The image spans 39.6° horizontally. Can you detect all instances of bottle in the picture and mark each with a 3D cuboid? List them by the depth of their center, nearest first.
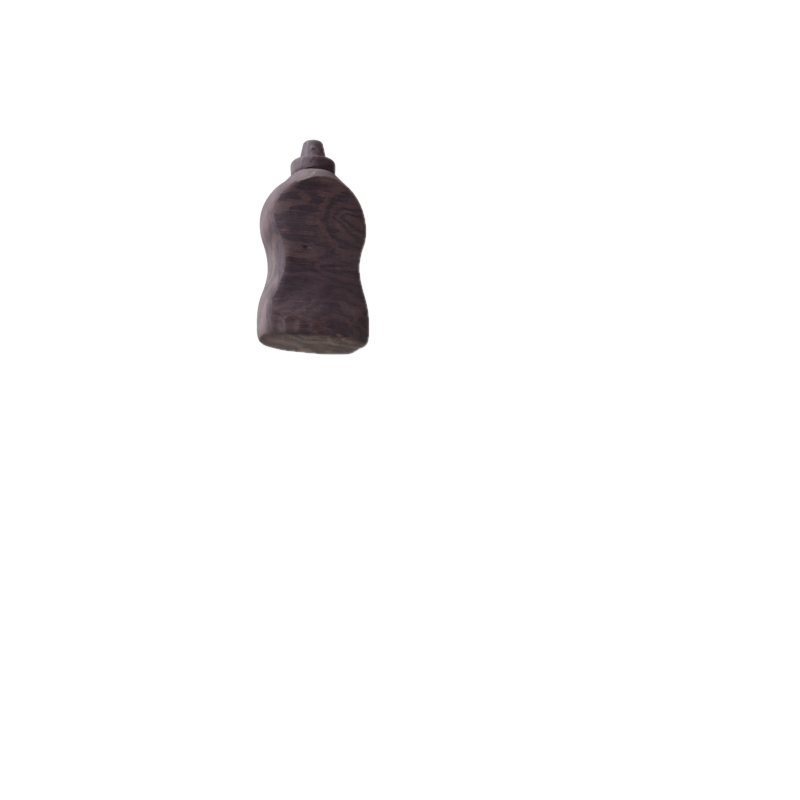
[{"bbox_3d":[-0.077,-0.140,0.980,0.093,0.200,0.058,6,-19,-22],"label":"bottle"}]
